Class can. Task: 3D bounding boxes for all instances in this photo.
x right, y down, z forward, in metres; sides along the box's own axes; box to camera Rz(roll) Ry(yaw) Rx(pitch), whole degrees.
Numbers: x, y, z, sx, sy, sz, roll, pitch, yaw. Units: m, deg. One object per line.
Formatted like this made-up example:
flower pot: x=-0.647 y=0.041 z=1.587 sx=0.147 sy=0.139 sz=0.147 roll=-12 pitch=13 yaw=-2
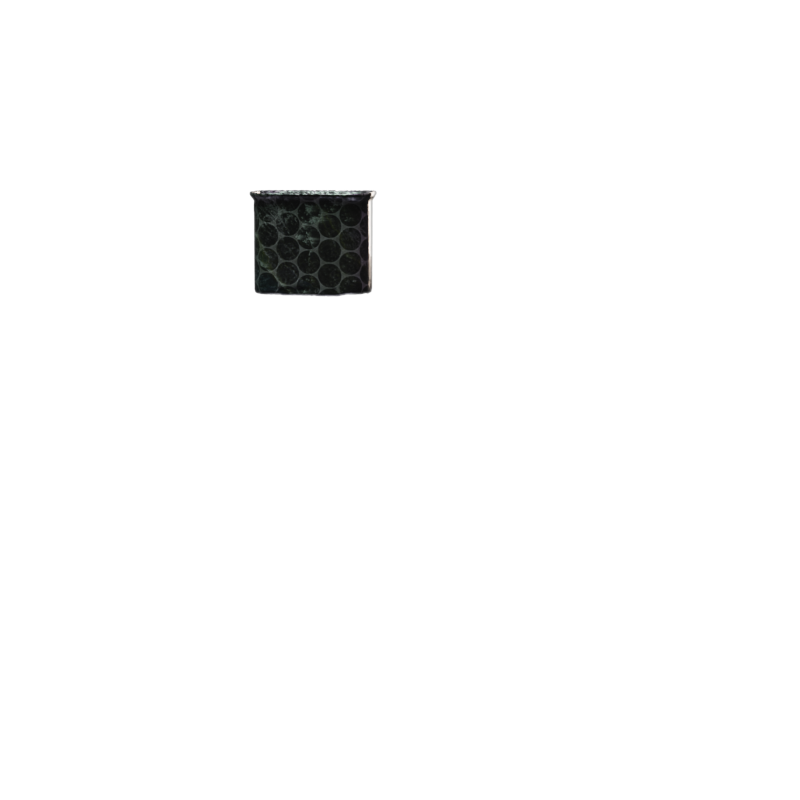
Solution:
can: x=-0.072 y=-0.131 z=0.915 sx=0.104 sy=0.083 sz=0.058 roll=2 pitch=8 yaw=11
